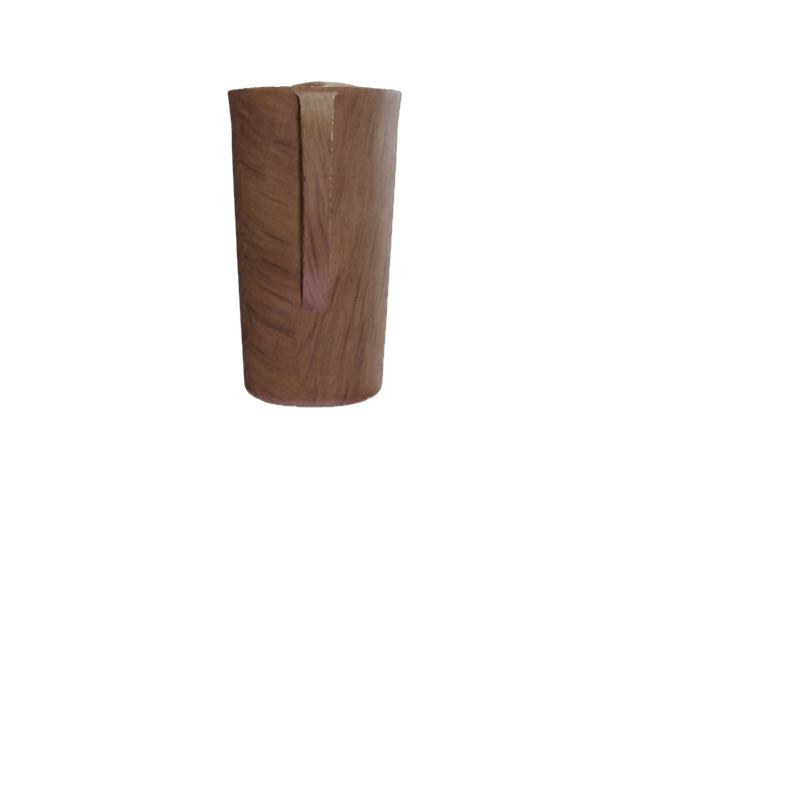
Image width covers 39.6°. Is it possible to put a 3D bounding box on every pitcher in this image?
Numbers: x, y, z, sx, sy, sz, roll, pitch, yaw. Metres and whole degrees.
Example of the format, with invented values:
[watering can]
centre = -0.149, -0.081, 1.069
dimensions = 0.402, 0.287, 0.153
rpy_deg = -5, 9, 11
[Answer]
[pitcher]
centre = -0.066, -0.121, 0.845
dimensions = 0.151, 0.241, 0.144
rpy_deg = 5, 7, 40
